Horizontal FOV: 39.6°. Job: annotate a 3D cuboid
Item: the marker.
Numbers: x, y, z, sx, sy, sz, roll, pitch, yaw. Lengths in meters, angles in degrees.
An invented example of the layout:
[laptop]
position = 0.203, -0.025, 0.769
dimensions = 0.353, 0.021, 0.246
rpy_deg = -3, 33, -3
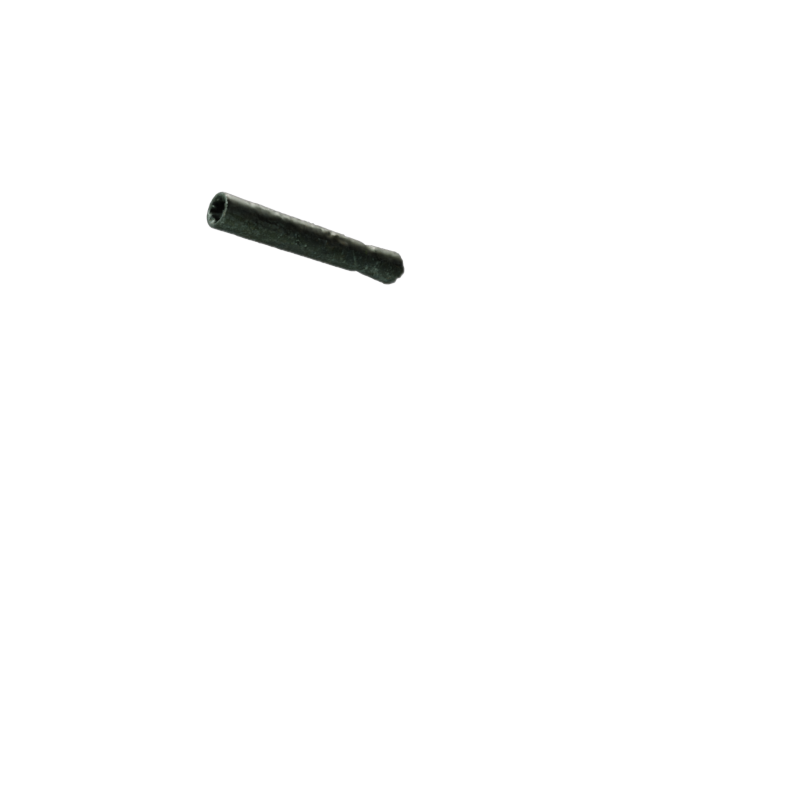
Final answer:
[marker]
position = -0.045, -0.082, 0.575
dimensions = 0.114, 0.020, 0.021
rpy_deg = 14, -5, -36
